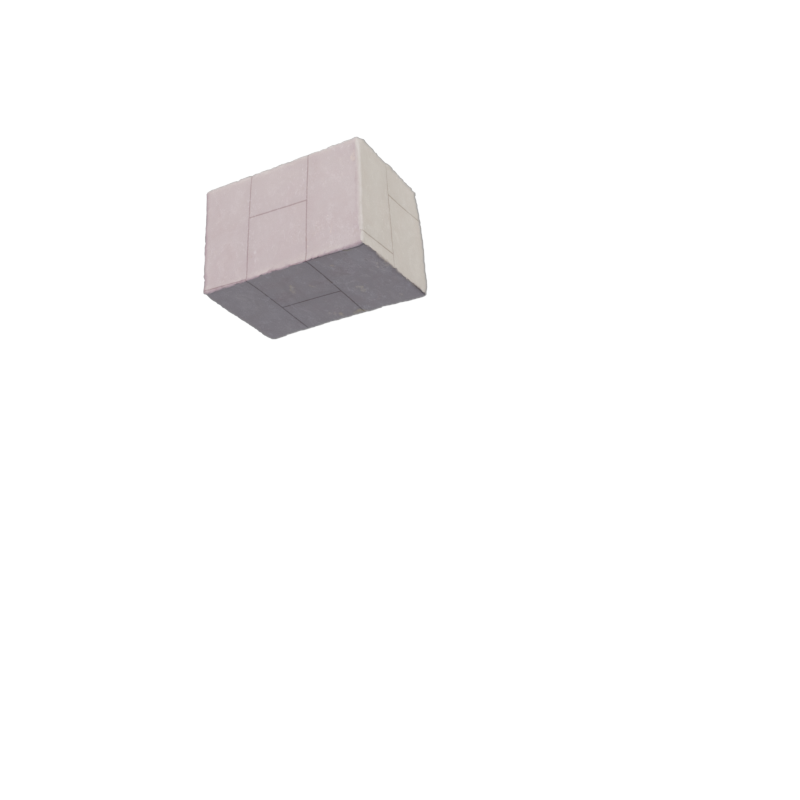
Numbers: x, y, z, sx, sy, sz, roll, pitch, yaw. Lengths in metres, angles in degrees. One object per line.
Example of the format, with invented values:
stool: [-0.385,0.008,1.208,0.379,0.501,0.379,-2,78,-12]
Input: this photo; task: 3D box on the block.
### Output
block: [-0.036,-0.066,0.460,0.079,0.054,0.049,-14,-30,26]
